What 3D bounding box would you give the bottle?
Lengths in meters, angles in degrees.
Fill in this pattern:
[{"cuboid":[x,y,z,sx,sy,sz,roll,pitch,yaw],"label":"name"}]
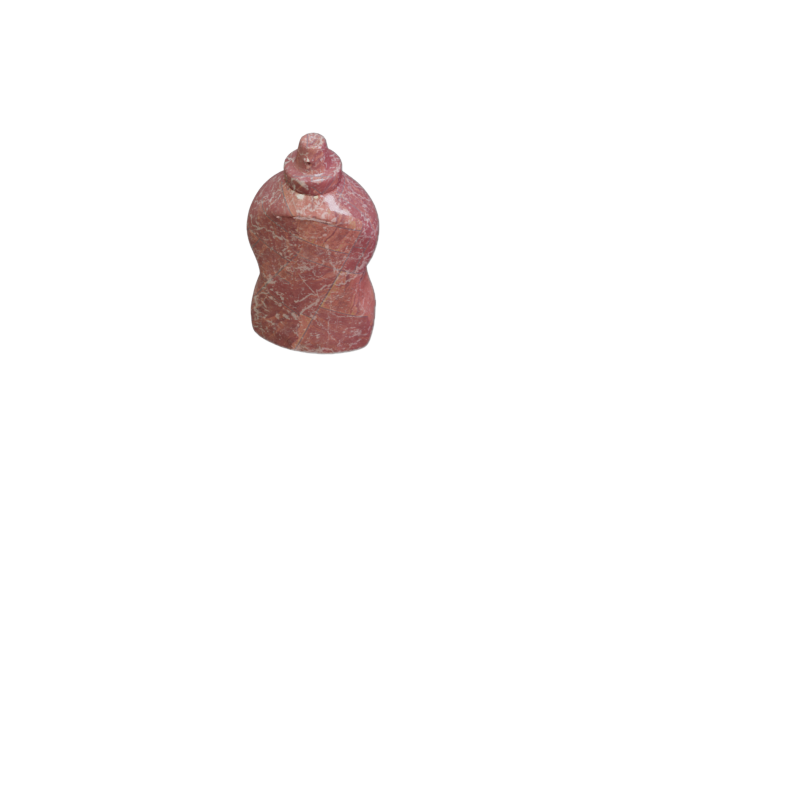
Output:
[{"cuboid":[-0.064,-0.116,0.818,0.097,0.062,0.179,10,-43,6],"label":"bottle"}]
